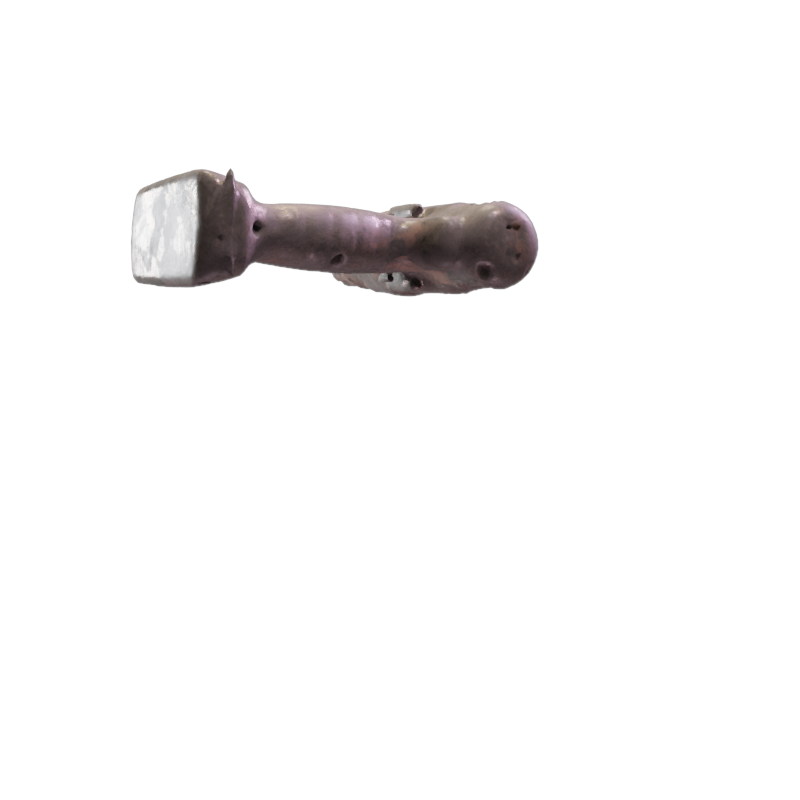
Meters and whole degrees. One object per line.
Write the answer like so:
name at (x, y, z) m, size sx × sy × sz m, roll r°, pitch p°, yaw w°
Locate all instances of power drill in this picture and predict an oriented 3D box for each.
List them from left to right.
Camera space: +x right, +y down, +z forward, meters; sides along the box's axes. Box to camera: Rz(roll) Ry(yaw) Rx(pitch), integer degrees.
power drill at (-0.048, -0.087, 0.610) m, size 0.181 × 0.058 × 0.190 m, roll -1°, pitch 3°, yaw -30°
